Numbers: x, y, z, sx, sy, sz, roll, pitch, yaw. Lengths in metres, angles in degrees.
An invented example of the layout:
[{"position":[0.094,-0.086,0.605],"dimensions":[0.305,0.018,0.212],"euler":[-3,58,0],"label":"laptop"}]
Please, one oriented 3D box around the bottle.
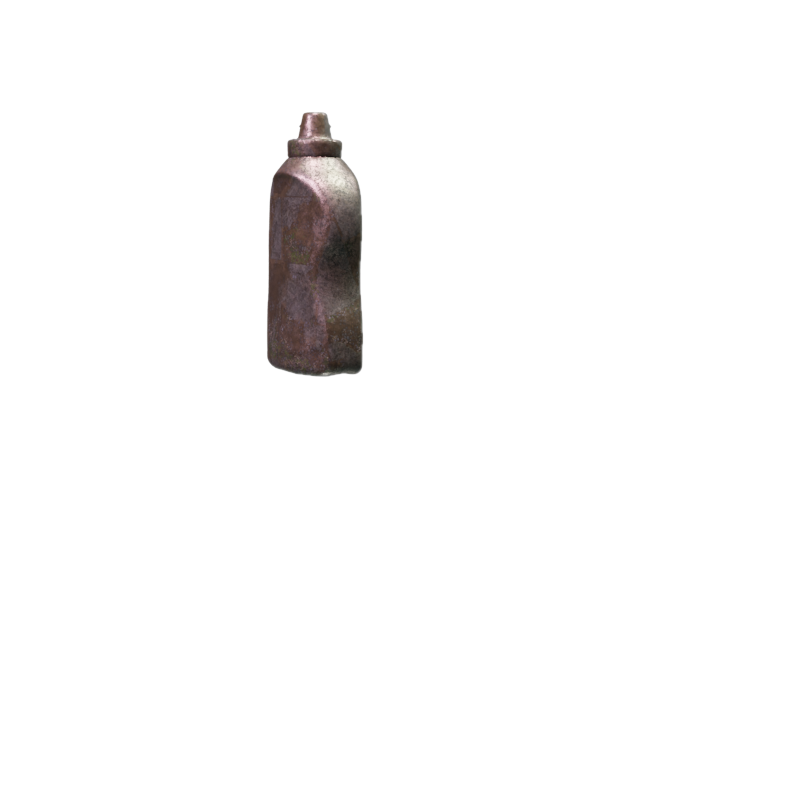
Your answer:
[{"position":[-0.064,-0.118,0.828],"dimensions":[0.056,0.190,0.100],"euler":[-1,4,-30],"label":"bottle"}]
